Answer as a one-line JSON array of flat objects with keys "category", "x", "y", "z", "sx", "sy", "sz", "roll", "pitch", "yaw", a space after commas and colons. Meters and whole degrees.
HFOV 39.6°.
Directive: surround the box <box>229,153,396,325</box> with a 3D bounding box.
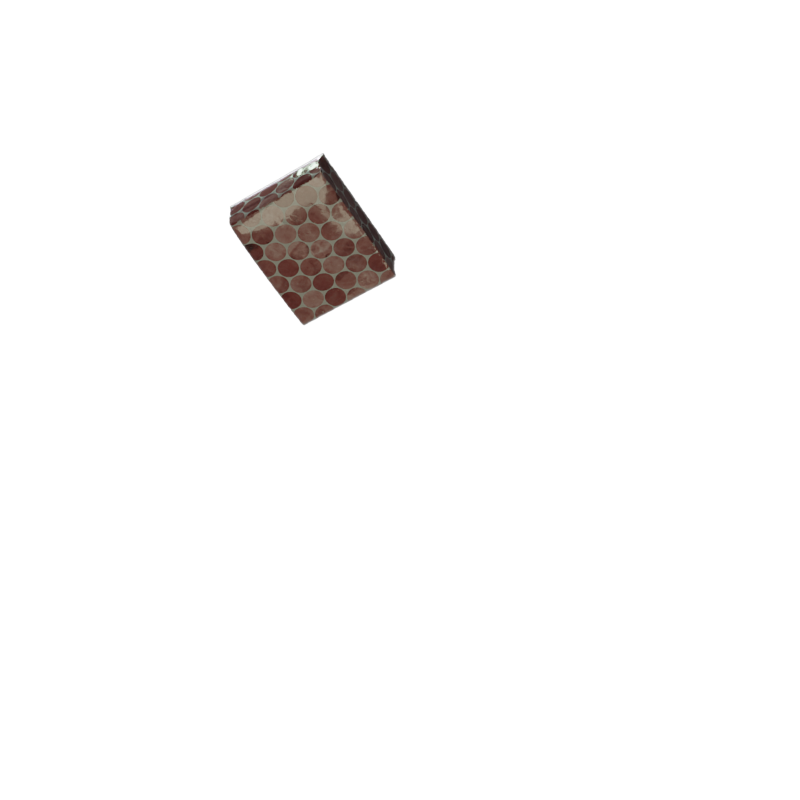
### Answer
[{"category": "box", "x": -0.069, "y": -0.125, "z": 0.879, "sx": 0.090, "sy": 0.106, "sz": 0.041, "roll": -28, "pitch": 28, "yaw": 16}]
